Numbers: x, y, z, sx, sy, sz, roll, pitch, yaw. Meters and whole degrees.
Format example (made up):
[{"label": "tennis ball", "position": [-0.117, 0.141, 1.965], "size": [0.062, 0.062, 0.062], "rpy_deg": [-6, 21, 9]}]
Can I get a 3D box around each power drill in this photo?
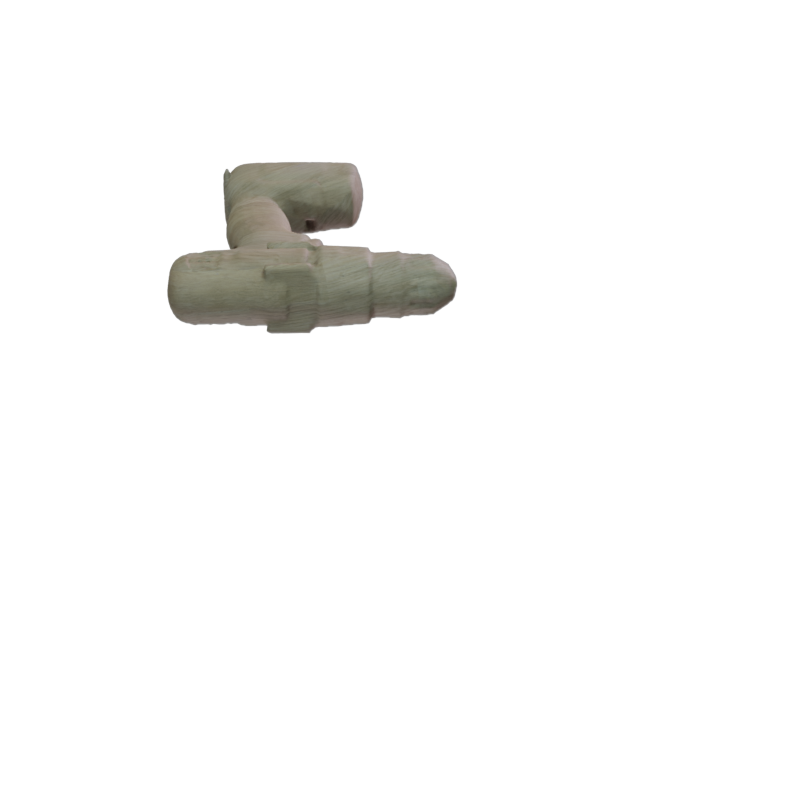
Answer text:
[{"label": "power drill", "position": [-0.060, -0.110, 0.771], "size": [0.184, 0.054, 0.199], "rpy_deg": [-1, 29, -1]}]
